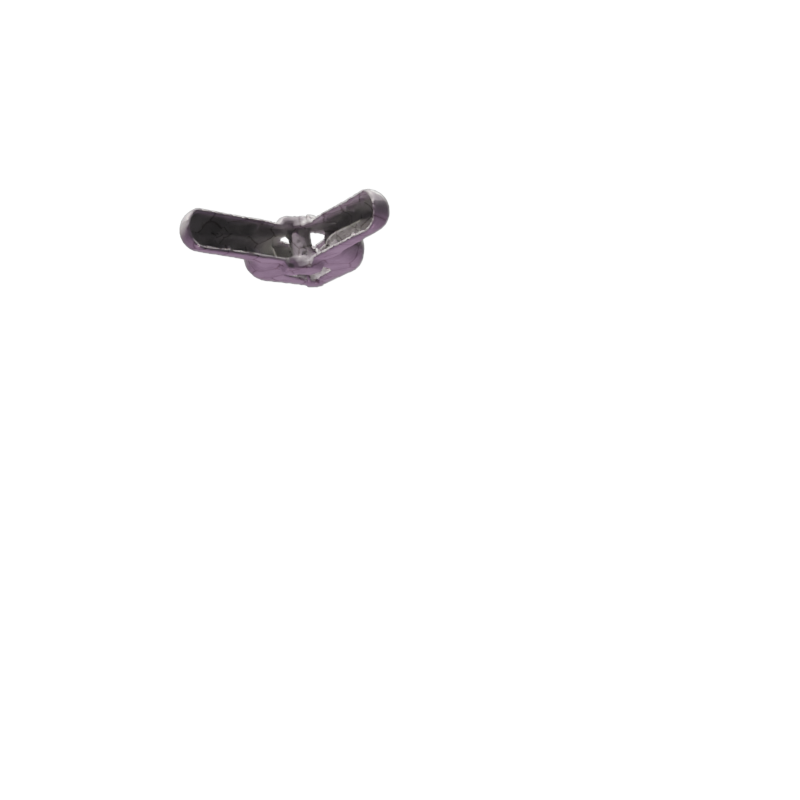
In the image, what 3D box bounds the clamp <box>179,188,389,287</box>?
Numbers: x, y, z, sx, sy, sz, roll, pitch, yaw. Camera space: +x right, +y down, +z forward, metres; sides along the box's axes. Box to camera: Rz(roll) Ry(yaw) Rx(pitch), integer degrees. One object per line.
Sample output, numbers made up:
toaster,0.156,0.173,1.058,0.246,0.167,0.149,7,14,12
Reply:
clamp,-0.055,-0.100,0.697,0.122,0.040,0.166,0,-1,12
